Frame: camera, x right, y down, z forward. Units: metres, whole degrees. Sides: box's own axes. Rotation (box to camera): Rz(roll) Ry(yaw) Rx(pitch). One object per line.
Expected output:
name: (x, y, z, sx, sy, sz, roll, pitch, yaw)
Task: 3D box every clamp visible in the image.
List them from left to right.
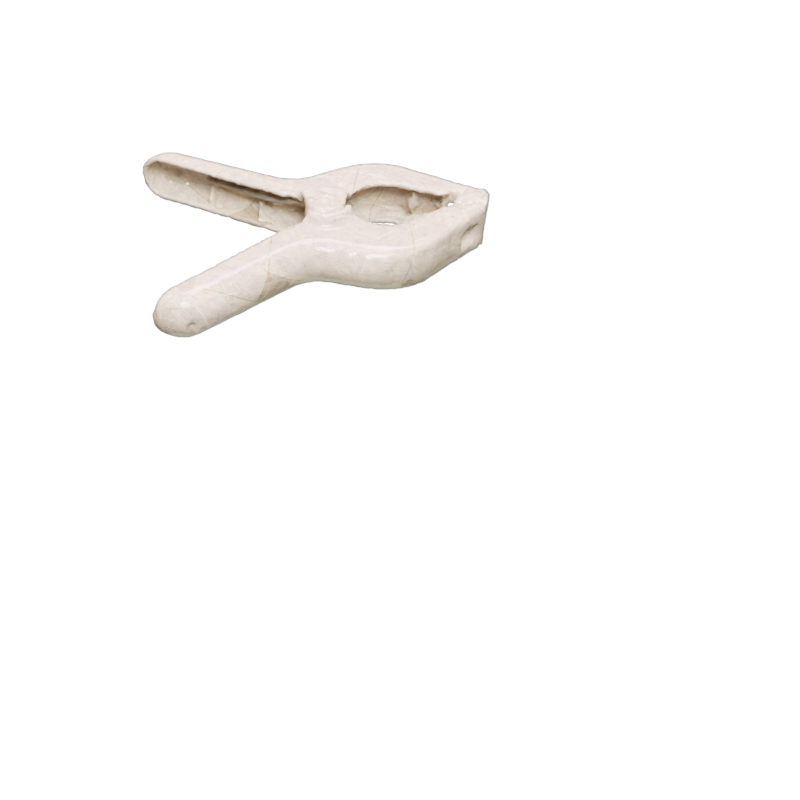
clamp: (-0.041, -0.075, 0.523, 0.171, 0.129, 0.036, -1, -41, -1)
